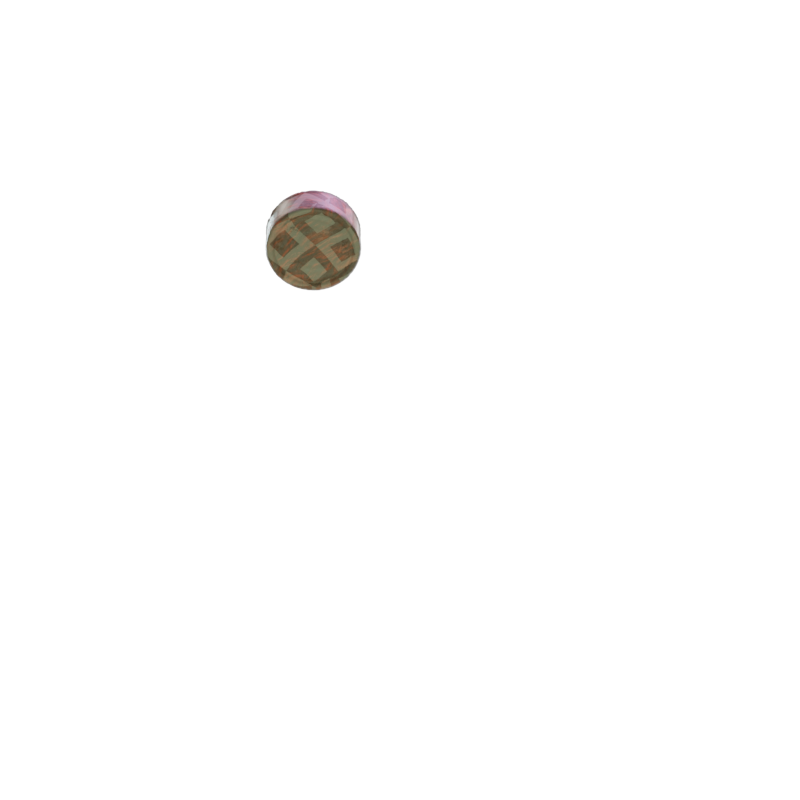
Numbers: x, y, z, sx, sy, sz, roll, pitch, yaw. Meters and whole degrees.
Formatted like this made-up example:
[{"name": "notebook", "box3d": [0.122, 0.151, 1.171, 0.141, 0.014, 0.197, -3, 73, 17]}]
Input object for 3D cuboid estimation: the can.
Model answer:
[{"name": "can", "box3d": [-0.077, -0.141, 0.989, 0.086, 0.081, 0.036, 1, 31, -1]}]
